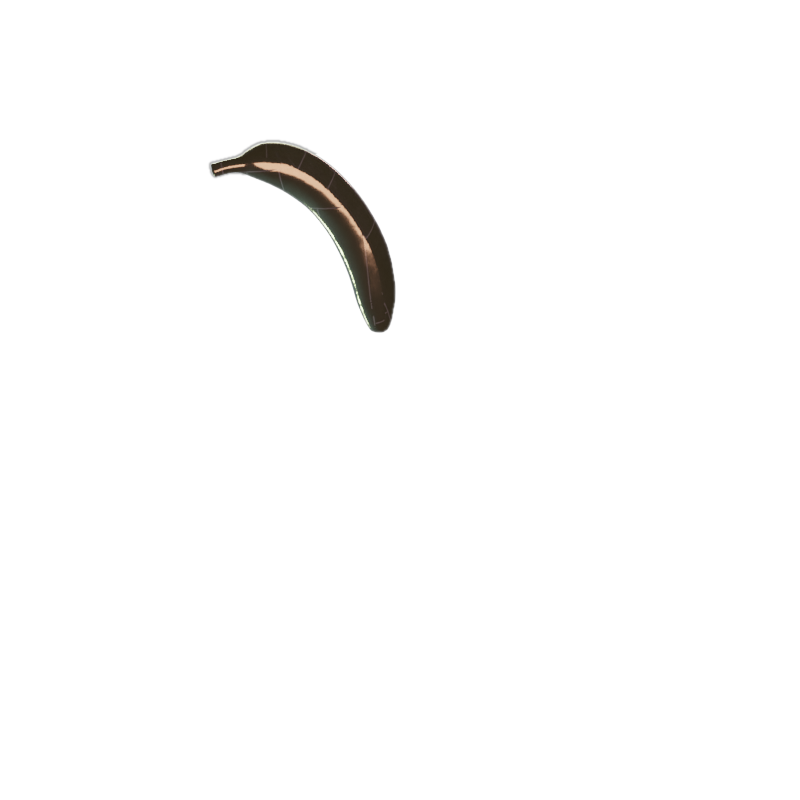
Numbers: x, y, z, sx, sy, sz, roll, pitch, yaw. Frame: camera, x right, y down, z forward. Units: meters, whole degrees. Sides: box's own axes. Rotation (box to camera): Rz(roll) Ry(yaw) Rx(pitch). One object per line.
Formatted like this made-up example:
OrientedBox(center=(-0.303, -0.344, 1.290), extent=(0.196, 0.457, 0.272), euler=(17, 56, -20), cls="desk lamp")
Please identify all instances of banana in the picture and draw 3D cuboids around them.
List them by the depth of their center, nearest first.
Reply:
OrientedBox(center=(-0.057, -0.138, 0.867), extent=(0.069, 0.189, 0.039), euler=(-40, 18, 16), cls="banana")
